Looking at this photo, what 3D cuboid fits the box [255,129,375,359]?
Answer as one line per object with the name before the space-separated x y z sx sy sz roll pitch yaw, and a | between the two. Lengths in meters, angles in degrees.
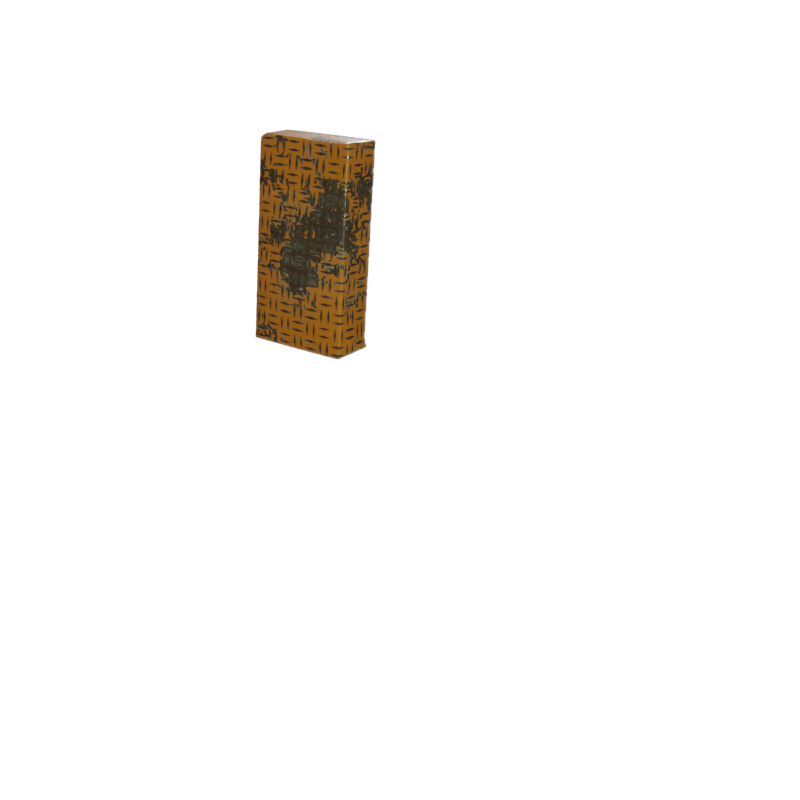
box | -0.072 -0.130 0.914 0.098 0.170 0.047 12 18 35
